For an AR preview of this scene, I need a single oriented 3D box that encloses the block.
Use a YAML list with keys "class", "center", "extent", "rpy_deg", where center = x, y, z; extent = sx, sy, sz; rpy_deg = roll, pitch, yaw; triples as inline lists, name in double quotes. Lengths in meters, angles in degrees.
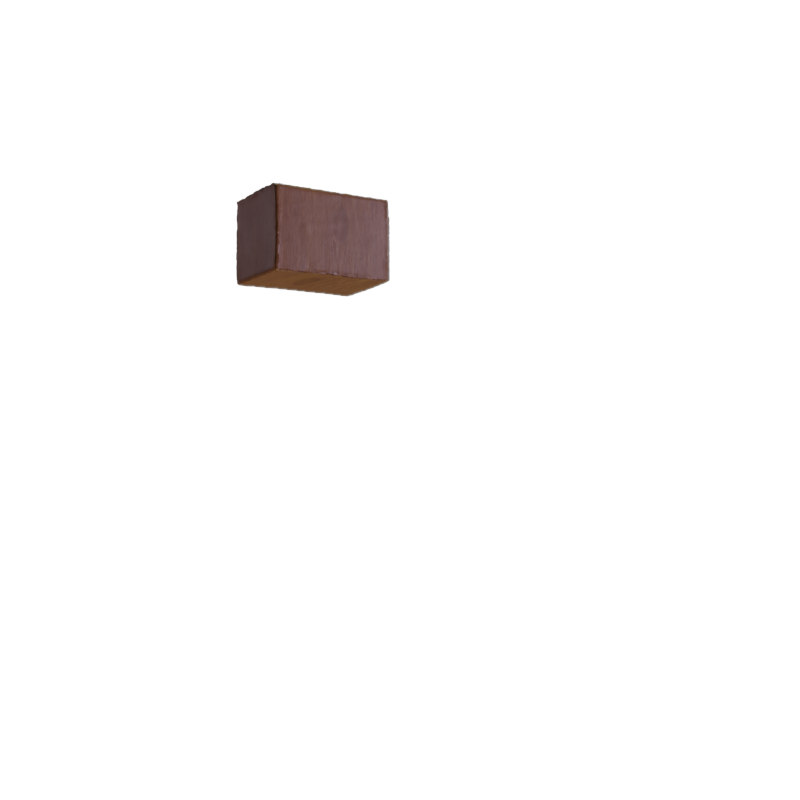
- class: "block"
  center: [-0.051, -0.093, 0.654]
  extent: [0.075, 0.053, 0.053]
  rpy_deg: [5, -11, -31]
